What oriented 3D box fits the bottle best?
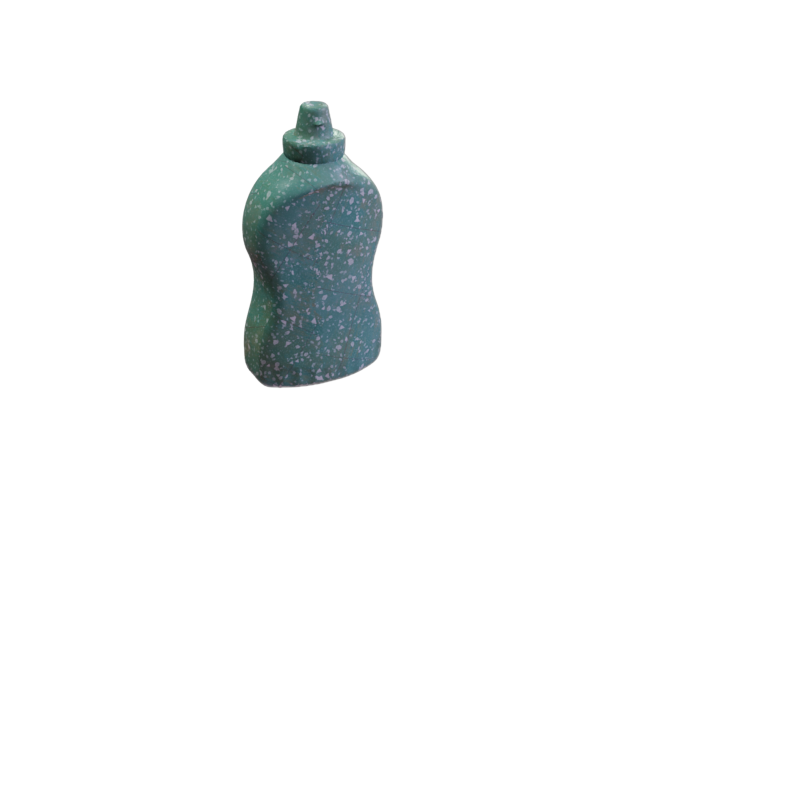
[{"bbox_3d":[-0.058,-0.106,0.744,0.094,0.182,0.063,-11,28,-24],"label":"bottle"}]
